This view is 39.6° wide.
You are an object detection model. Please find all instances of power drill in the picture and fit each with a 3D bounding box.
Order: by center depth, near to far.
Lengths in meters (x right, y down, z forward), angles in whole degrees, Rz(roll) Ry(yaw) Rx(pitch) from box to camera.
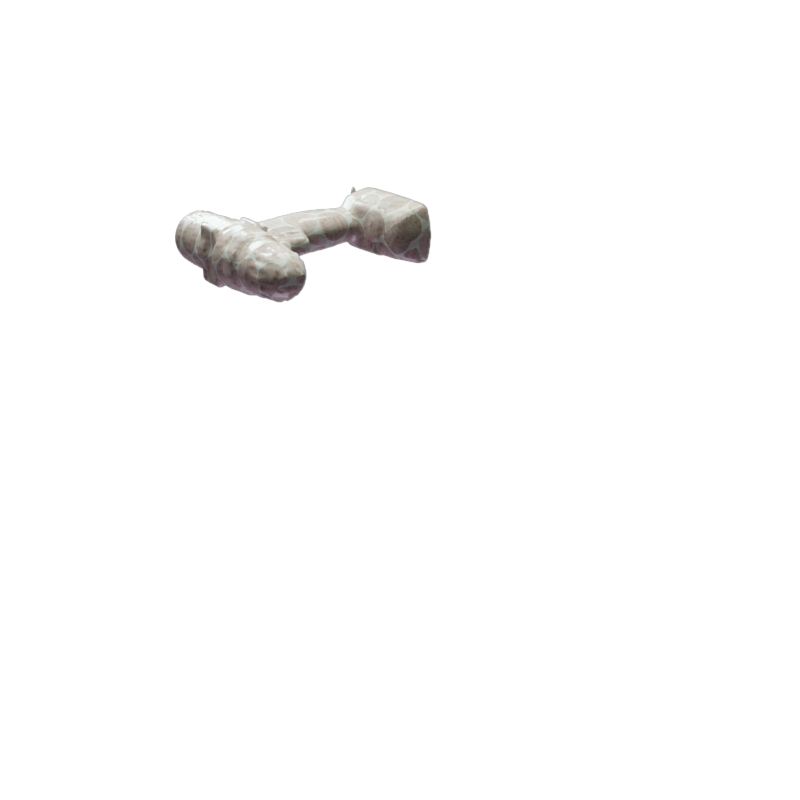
[{"bbox_3d":[-0.071,-0.130,0.909,0.183,0.055,0.196,-12,25,-29],"label":"power drill"}]
